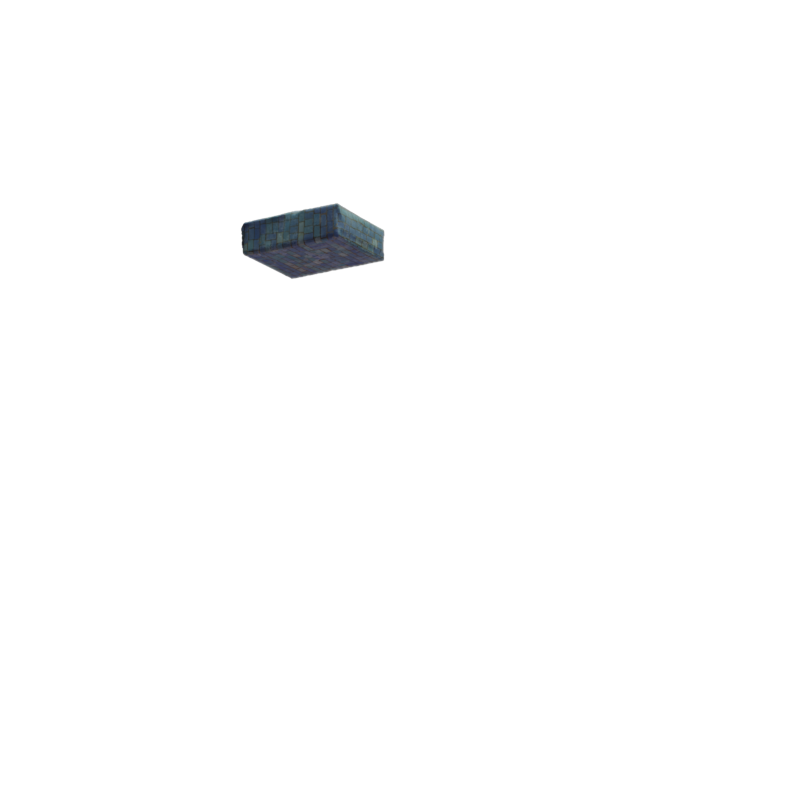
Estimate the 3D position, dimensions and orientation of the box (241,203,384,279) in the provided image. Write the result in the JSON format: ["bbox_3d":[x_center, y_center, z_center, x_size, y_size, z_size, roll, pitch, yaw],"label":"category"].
[{"bbox_3d":[-0.068,-0.123,0.864,0.091,0.031,0.069,-7,-14,29],"label":"box"}]
